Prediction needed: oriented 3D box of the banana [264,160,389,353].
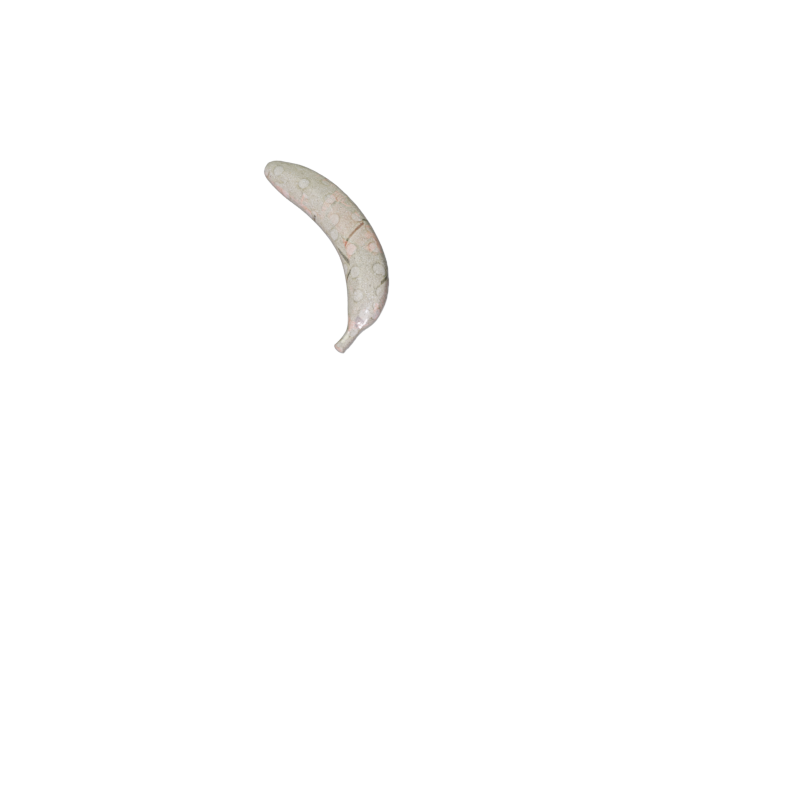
[{"bbox_3d":[-0.056,-0.139,0.956,0.069,0.212,0.034,-18,-29,-11],"label":"banana"}]
